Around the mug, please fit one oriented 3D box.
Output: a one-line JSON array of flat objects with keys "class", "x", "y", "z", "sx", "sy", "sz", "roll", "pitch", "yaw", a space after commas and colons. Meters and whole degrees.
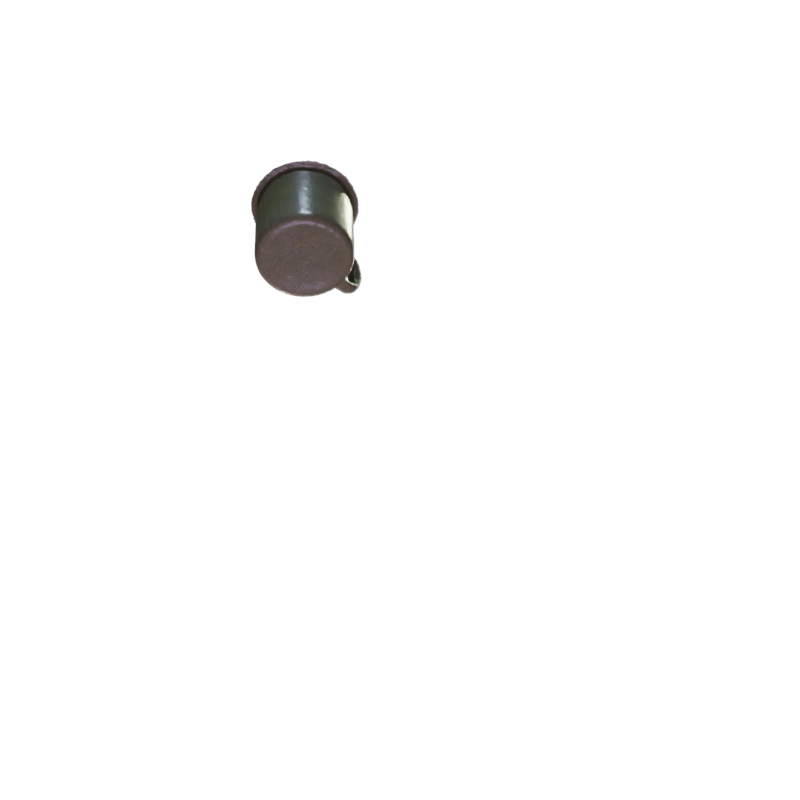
[{"class": "mug", "x": -0.073, "y": -0.133, "z": 0.934, "sx": 0.093, "sy": 0.110, "sz": 0.087, "roll": -31, "pitch": 32, "yaw": 20}]
